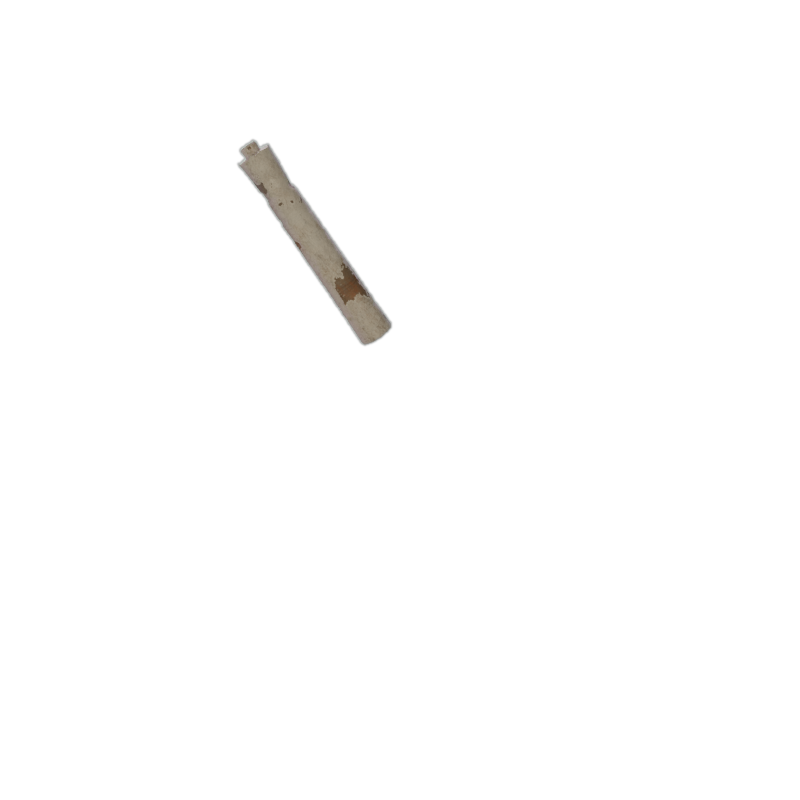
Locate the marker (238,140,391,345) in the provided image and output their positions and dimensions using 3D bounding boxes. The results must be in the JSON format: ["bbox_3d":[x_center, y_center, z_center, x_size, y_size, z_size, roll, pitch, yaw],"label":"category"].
[{"bbox_3d":[-0.045,-0.082,0.575,0.020,0.118,0.020,-34,9,6],"label":"marker"}]
